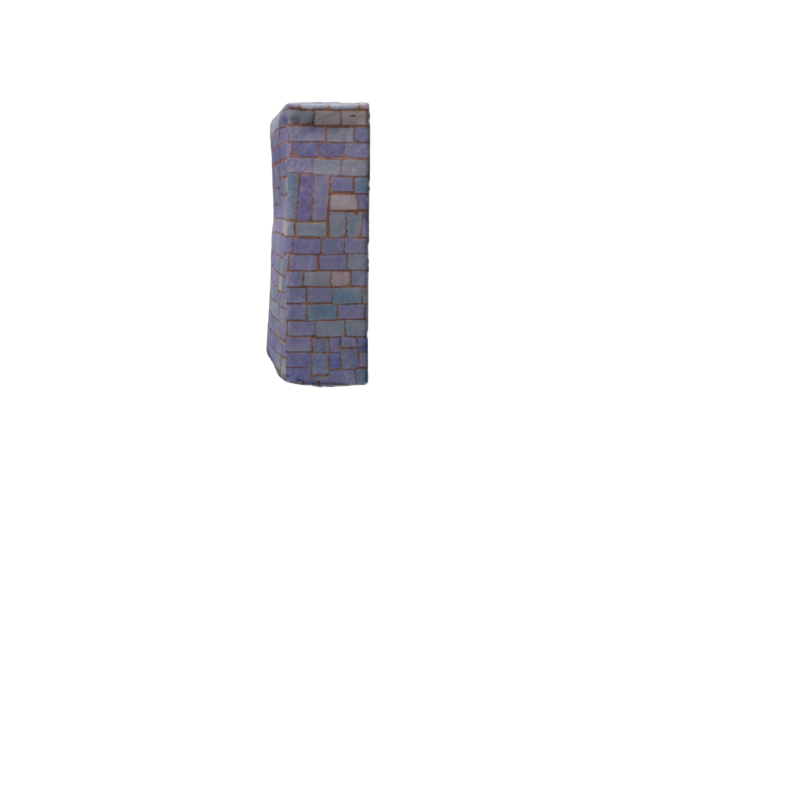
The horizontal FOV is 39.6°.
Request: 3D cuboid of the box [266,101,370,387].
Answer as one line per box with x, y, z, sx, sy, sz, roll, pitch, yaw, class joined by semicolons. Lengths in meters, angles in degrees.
-0.070;-0.128;0.900;0.071;0.212;0.168;0;5;-10;box
